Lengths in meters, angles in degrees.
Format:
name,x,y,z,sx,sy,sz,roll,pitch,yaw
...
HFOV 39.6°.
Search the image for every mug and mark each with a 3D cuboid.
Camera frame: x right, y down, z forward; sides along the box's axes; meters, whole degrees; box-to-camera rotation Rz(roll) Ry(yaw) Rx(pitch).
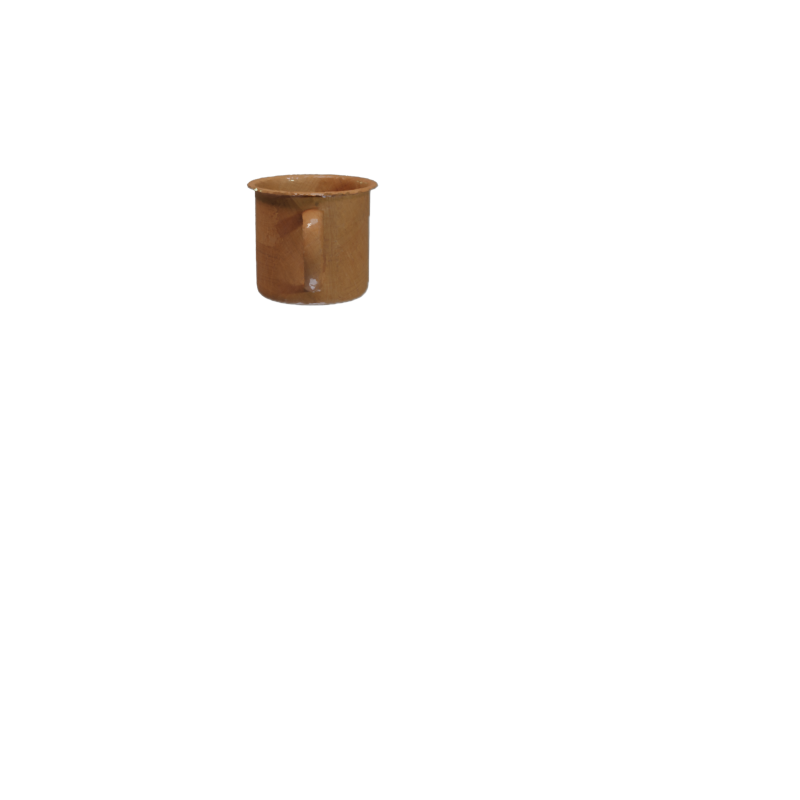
name,x,y,z,sx,sy,sz,roll,pitch,yaw
mug,-0.061,-0.112,0.784,0.093,0.079,0.122,-1,17,-6
